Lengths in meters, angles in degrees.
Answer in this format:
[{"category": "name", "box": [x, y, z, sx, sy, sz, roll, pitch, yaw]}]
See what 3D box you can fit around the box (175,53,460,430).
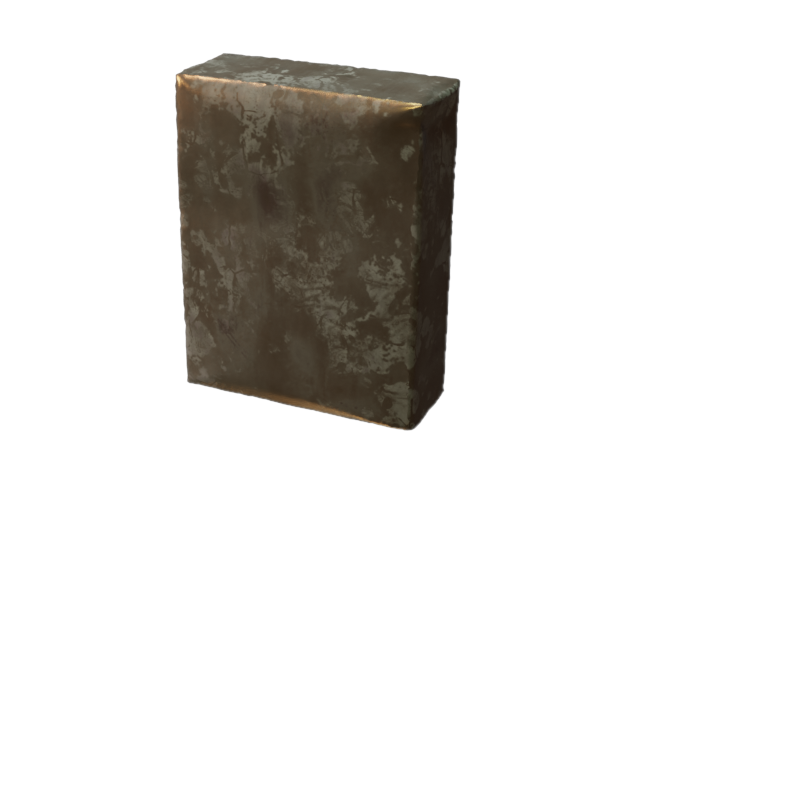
[{"category": "box", "box": [-0.055, -0.100, 0.698, 0.170, 0.203, 0.073, 12, 26, 21]}]
